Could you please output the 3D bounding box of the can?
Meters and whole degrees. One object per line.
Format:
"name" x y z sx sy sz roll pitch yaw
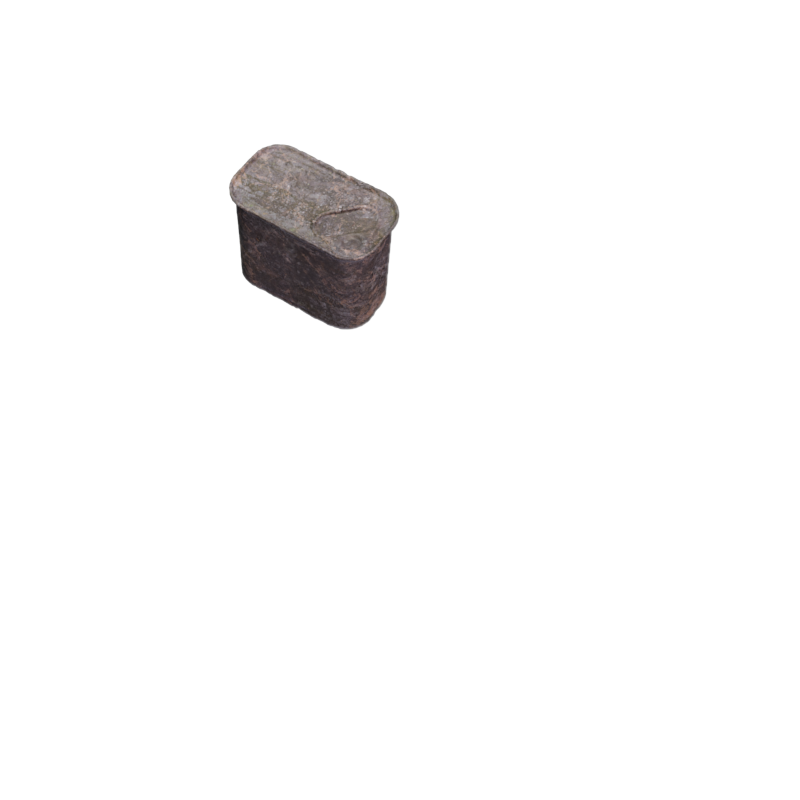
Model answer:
"can" -0.054 -0.099 0.693 0.106 0.059 0.078 29 -30 17
